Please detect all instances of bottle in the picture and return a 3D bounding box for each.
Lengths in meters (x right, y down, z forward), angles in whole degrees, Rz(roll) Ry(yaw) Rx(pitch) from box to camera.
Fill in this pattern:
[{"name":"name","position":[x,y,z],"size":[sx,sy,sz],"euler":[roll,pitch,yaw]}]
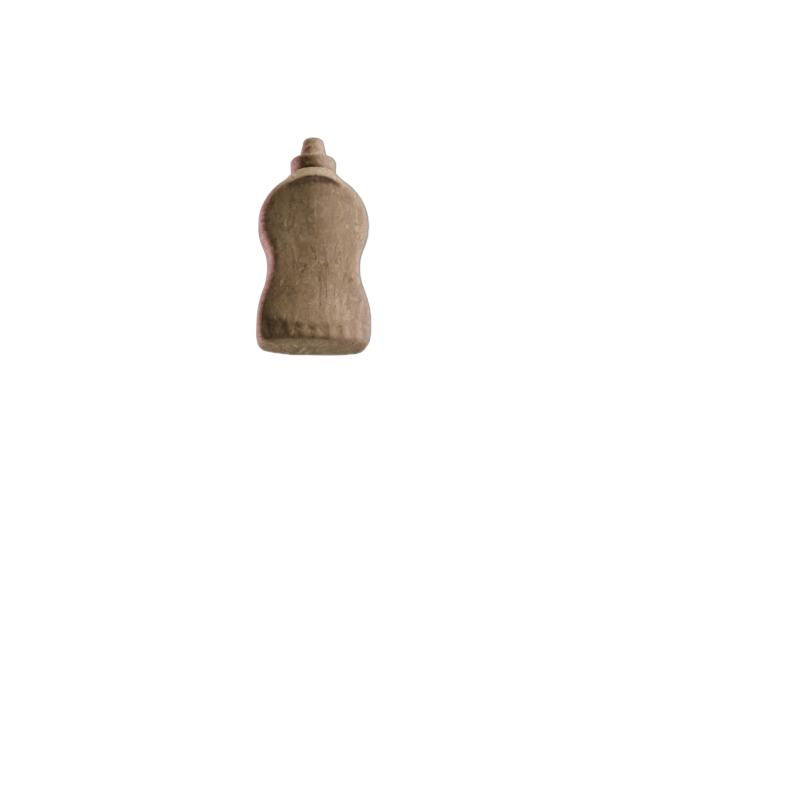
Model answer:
[{"name":"bottle","position":[-0.075,-0.137,0.960],"size":[0.095,0.200,0.056],"euler":[0,-18,-5]}]
